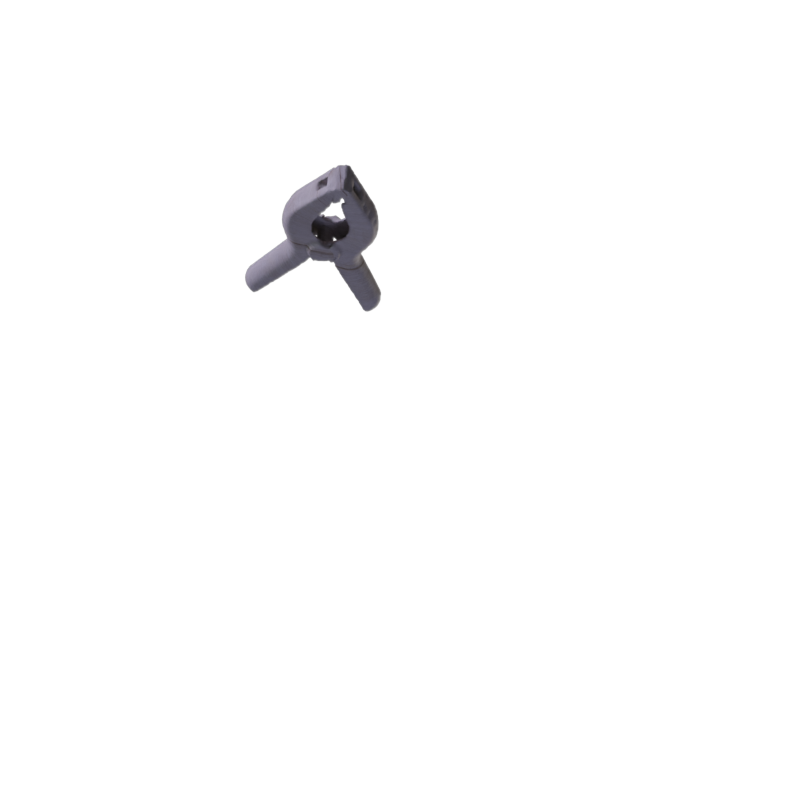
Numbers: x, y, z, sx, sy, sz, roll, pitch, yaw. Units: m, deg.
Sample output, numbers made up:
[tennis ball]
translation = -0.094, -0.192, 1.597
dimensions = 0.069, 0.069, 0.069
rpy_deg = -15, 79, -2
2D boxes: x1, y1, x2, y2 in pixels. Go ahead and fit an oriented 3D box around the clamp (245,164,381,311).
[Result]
[clamp]
translation = -0.073, -0.133, 0.930
dimensions = 0.120, 0.042, 0.160
rpy_deg = 1, -36, -2
